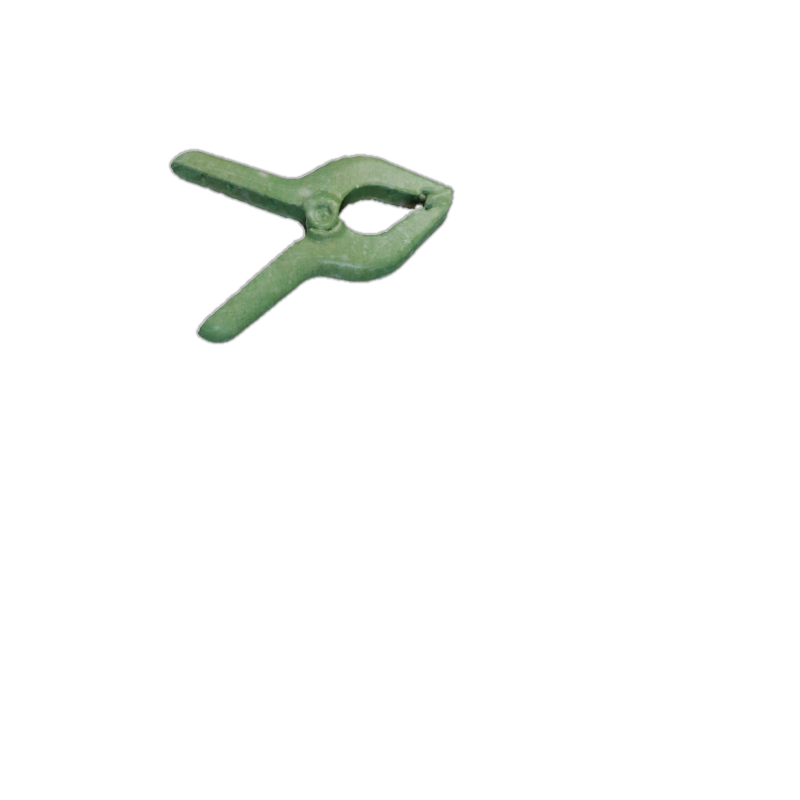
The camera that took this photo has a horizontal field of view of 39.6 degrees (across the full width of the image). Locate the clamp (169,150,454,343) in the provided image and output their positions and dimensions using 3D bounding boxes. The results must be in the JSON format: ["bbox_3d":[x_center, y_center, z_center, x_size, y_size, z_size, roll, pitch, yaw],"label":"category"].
[{"bbox_3d":[-0.052,-0.095,0.666,0.171,0.124,0.038,-3,-12,-1],"label":"clamp"}]
